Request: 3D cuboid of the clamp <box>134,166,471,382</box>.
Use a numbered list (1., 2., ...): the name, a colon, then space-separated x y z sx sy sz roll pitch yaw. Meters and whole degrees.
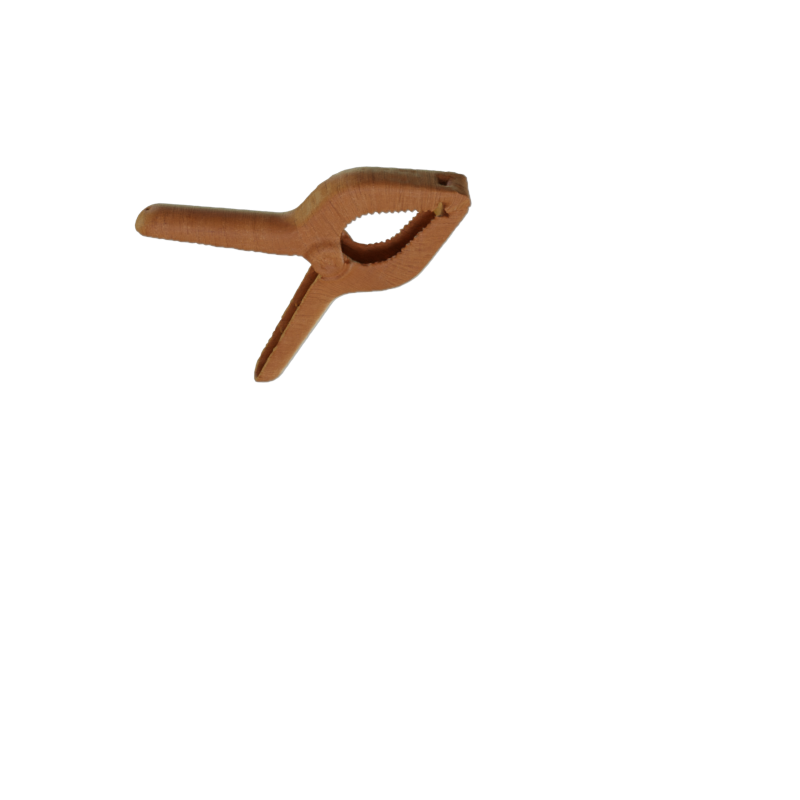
1. clamp: -0.057 -0.104 0.726 0.210 0.039 0.153 -27 -54 21
